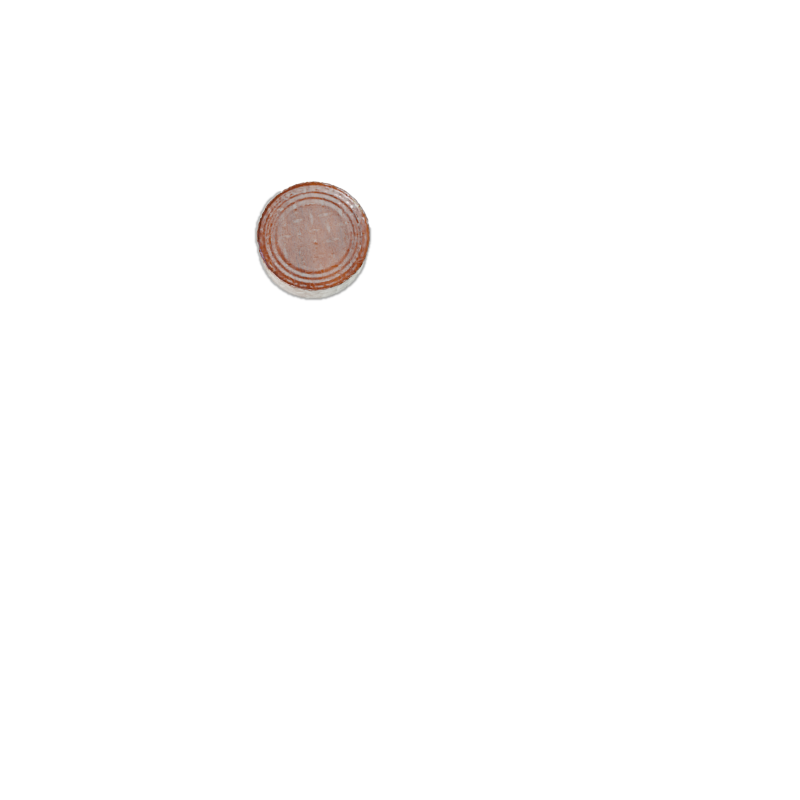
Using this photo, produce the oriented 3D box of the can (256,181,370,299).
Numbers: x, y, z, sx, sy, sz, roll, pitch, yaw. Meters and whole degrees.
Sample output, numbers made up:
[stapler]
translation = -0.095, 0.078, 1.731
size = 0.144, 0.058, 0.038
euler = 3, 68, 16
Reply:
[can]
translation = -0.066, -0.121, 0.844
size = 0.086, 0.089, 0.032
euler = -1, -16, -1
